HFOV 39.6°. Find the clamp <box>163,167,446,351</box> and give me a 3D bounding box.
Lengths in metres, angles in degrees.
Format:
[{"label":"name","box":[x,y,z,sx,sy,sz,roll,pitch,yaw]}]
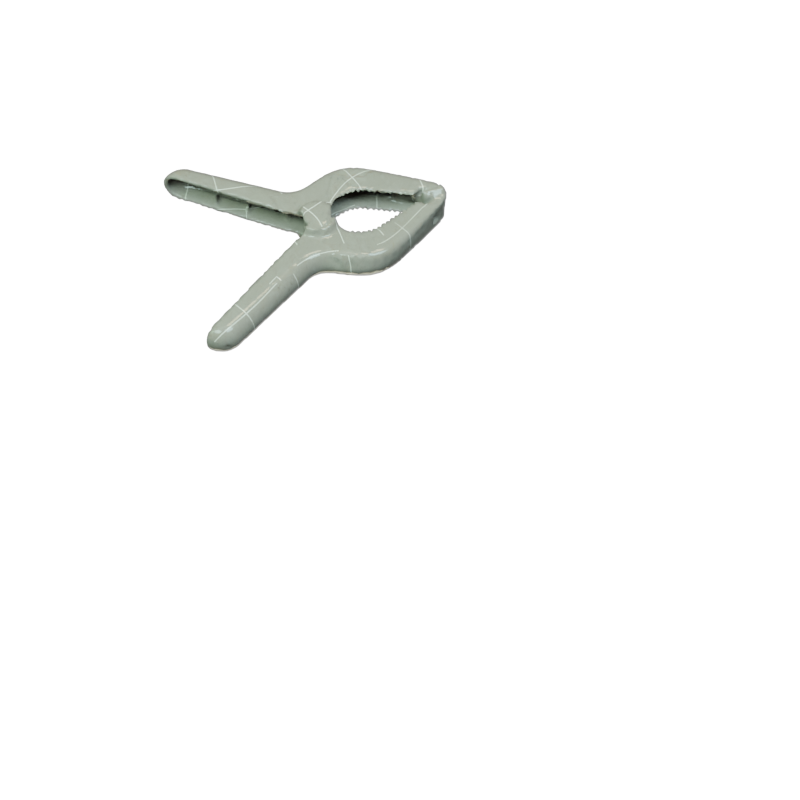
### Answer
[{"label":"clamp","box":[-0.064,-0.117,0.823,0.209,0.177,0.034,-8,-34,-6]}]
